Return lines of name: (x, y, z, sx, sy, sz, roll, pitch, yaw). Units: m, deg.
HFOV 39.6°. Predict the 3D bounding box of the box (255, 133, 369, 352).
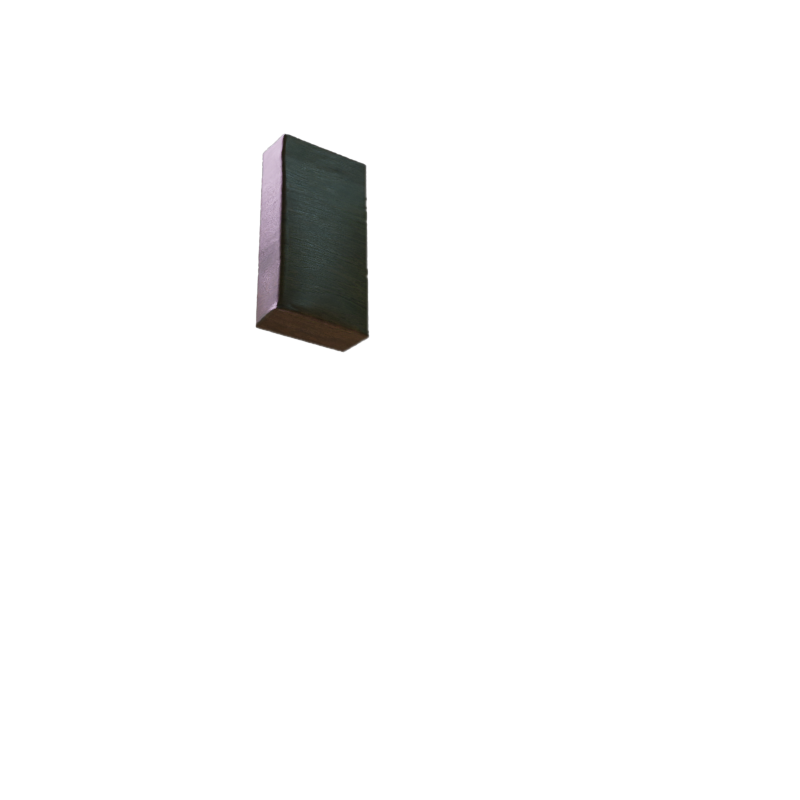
box: (-0.076, -0.138, 0.969, 0.089, 0.188, 0.047, 17, -35, -30)
